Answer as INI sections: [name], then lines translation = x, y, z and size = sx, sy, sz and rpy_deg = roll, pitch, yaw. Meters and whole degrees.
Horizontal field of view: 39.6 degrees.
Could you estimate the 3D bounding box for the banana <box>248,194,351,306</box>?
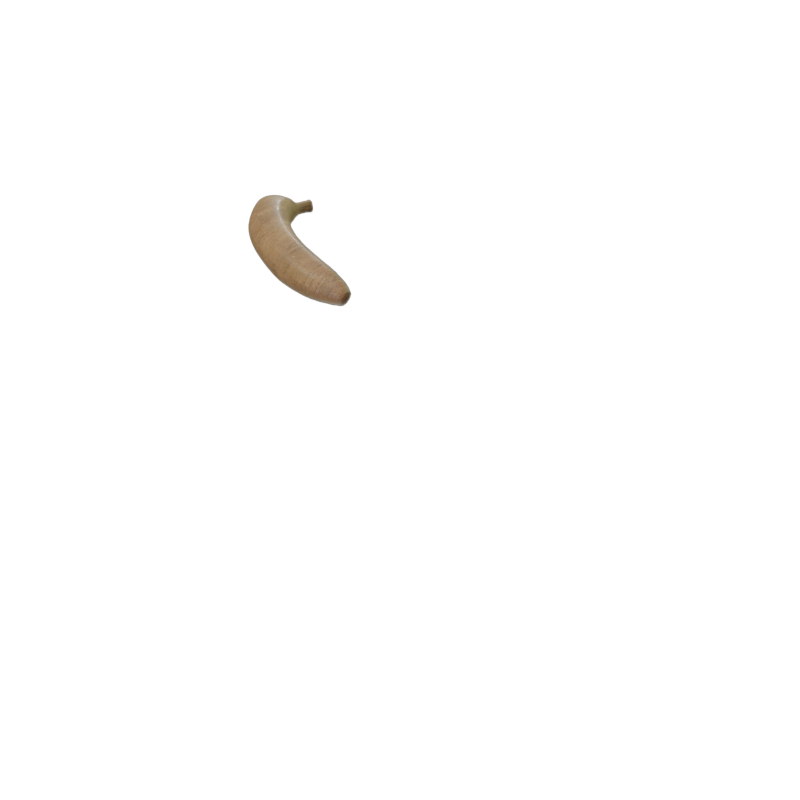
[banana]
translation = -0.094, -0.137, 0.960
size = 0.069, 0.034, 0.212
rpy_deg = -6, 34, -10
